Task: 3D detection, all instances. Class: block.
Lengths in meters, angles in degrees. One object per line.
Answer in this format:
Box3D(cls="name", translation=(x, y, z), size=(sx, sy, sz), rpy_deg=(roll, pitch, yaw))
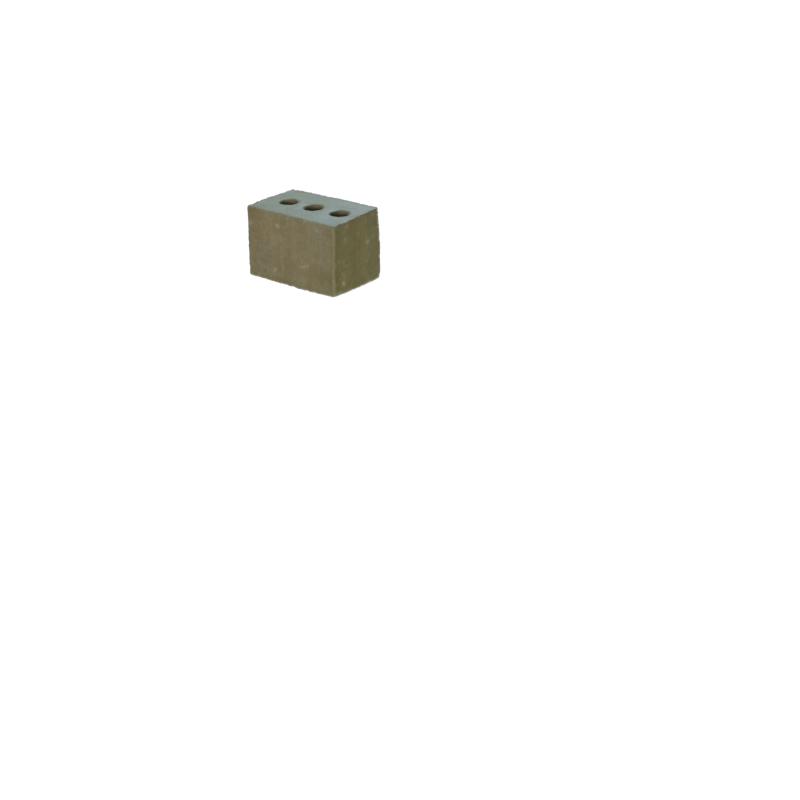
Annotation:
Box3D(cls="block", translation=(-0.060, -0.109, 0.762), size=(0.082, 0.049, 0.052), rpy_deg=(17, 28, 33))
